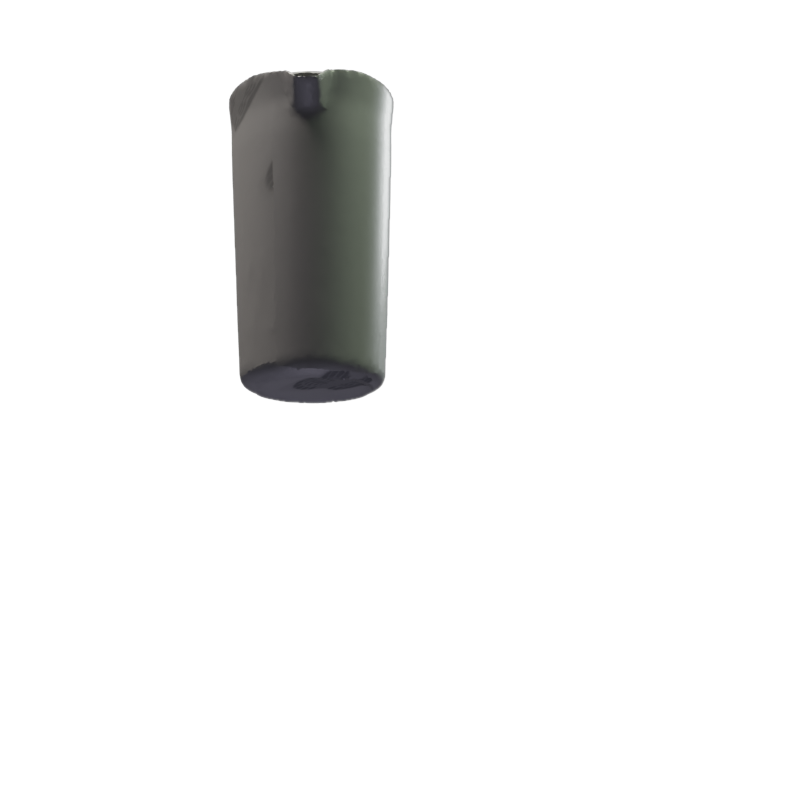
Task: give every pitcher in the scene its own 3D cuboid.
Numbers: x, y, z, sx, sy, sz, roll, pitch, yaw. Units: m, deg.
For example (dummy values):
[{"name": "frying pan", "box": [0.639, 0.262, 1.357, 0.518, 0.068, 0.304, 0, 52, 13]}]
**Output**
[{"name": "pitcher", "box": [-0.068, -0.124, 0.868, 0.147, 0.254, 0.141, -17, -24, 41]}]
